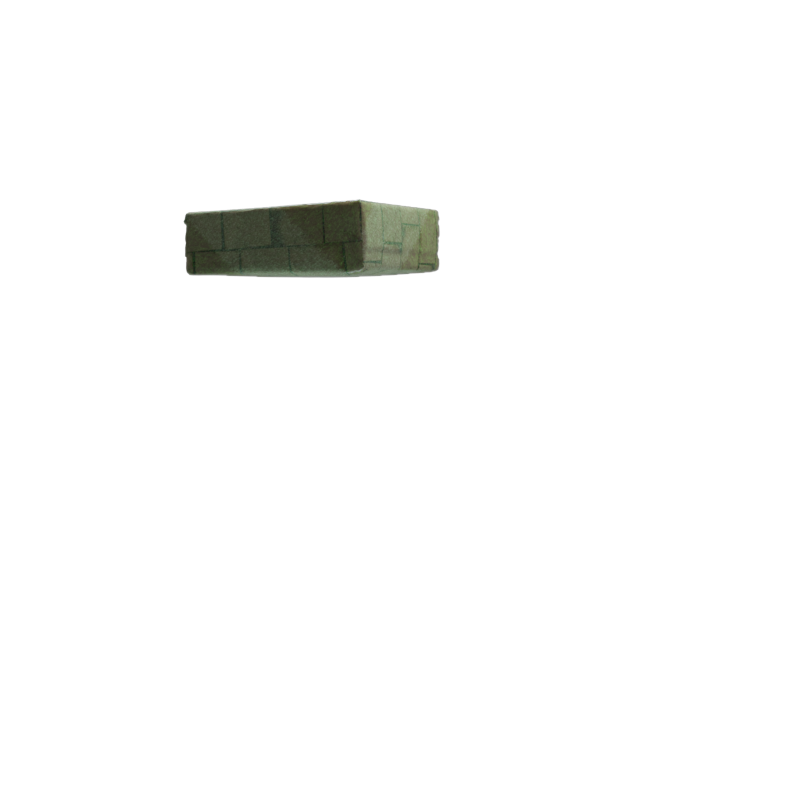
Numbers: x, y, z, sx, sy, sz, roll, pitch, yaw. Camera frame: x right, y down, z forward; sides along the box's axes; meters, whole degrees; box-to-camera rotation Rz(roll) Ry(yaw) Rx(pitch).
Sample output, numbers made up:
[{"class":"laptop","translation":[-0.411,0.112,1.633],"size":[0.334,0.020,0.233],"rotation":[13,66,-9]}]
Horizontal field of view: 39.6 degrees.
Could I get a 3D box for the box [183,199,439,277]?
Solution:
[{"class":"box","translation":[-0.048,-0.087,0.606],"size":[0.118,0.039,0.087],"rotation":[4,7,30]}]
